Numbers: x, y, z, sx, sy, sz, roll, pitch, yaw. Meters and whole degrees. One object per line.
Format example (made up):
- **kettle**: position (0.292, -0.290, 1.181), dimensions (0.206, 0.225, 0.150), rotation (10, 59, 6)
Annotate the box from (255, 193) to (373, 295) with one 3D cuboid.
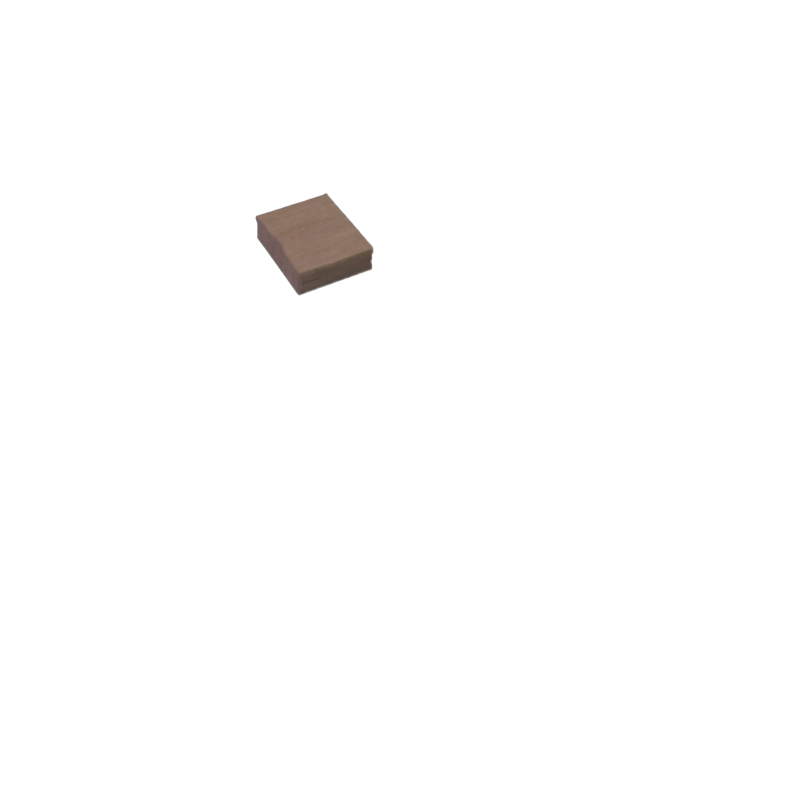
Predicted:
- **box**: position (-0.076, -0.139, 0.974), dimensions (0.072, 0.028, 0.097), rotation (-21, 49, -20)
